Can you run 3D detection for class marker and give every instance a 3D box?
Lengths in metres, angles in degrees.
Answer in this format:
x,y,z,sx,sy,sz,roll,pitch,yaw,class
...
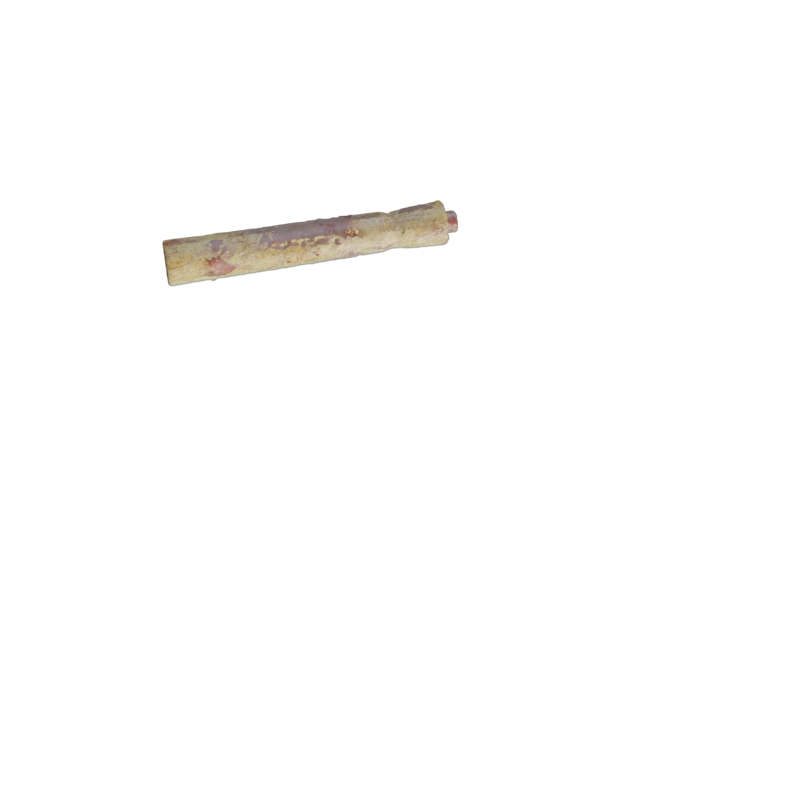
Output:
x,y,z,sx,sy,sz,roll,pitch,yaw,class
-0.035,-0.064,0.451,0.120,0.020,0.020,-10,6,-9,marker
